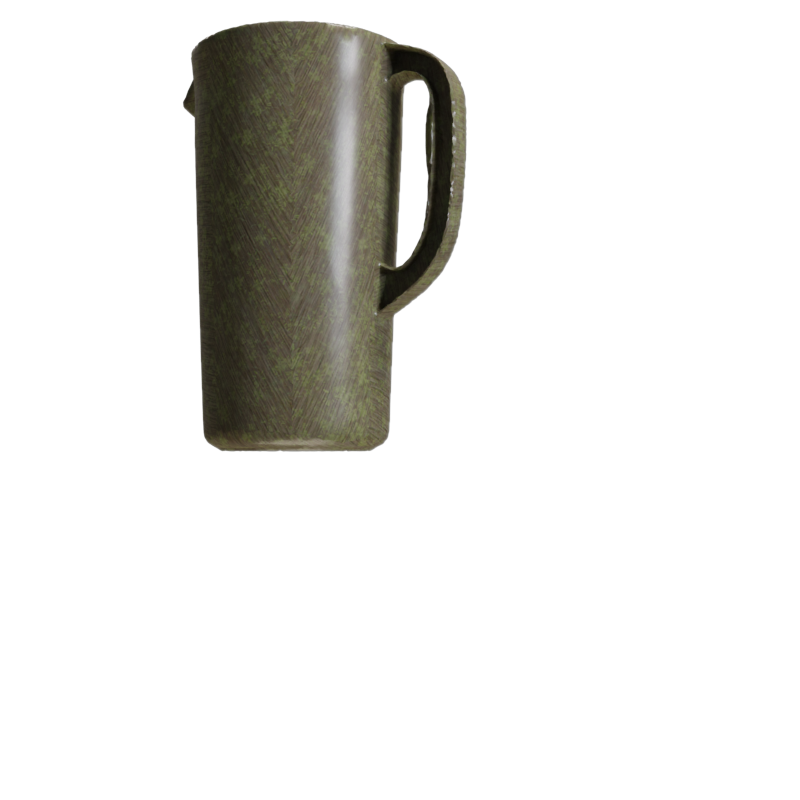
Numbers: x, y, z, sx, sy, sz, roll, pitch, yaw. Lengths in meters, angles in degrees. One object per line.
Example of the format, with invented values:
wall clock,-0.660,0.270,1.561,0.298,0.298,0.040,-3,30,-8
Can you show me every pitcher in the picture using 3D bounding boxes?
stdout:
pitcher,-0.051,-0.093,0.654,0.141,0.249,0.150,2,-8,-19
